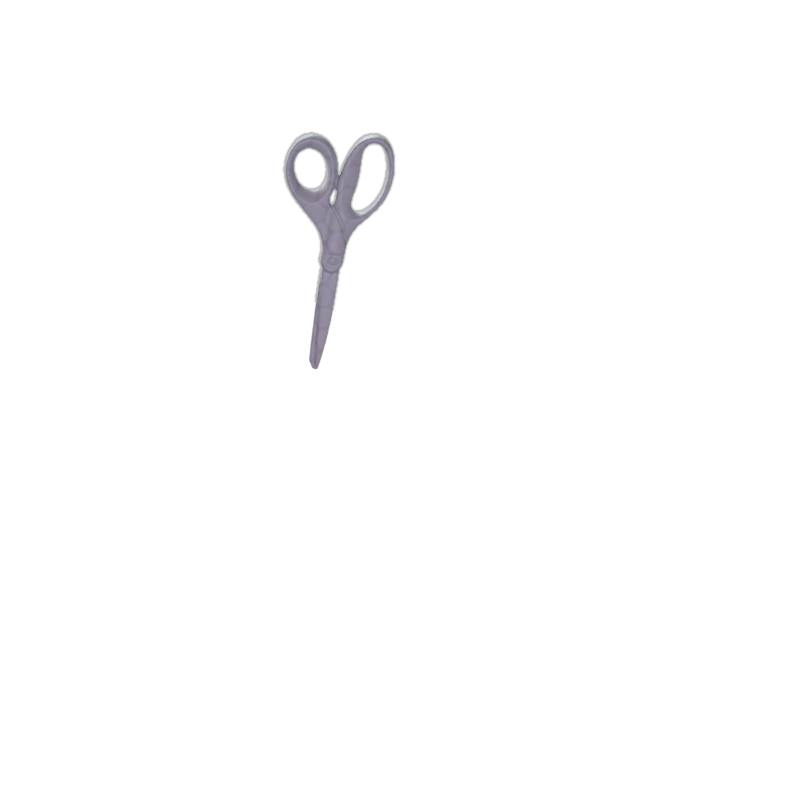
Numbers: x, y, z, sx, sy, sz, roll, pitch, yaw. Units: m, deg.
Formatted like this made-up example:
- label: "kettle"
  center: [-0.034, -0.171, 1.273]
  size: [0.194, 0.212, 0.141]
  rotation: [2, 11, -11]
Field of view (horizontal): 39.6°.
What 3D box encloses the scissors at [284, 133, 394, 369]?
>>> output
- label: "scissors"
  center: [-0.071, -0.129, 0.902]
  size: [0.095, 0.197, 0.016]
  rotation: [25, 14, -7]
